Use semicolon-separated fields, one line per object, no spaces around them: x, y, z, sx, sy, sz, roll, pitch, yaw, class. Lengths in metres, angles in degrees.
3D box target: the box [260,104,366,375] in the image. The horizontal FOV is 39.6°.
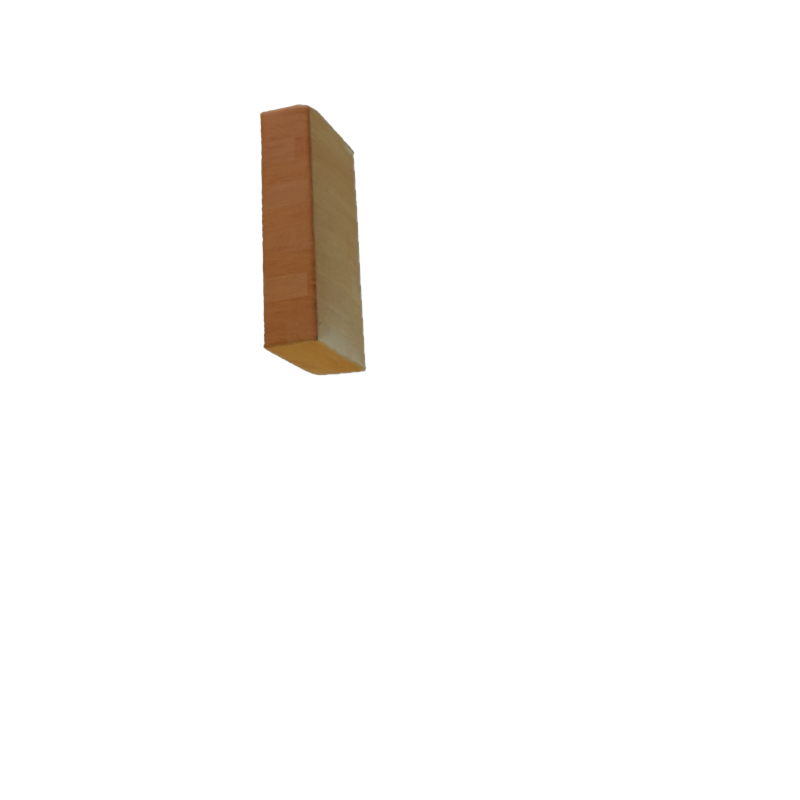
-0.062;-0.113;0.789;0.049;0.184;0.088;-8;-19;19;box
